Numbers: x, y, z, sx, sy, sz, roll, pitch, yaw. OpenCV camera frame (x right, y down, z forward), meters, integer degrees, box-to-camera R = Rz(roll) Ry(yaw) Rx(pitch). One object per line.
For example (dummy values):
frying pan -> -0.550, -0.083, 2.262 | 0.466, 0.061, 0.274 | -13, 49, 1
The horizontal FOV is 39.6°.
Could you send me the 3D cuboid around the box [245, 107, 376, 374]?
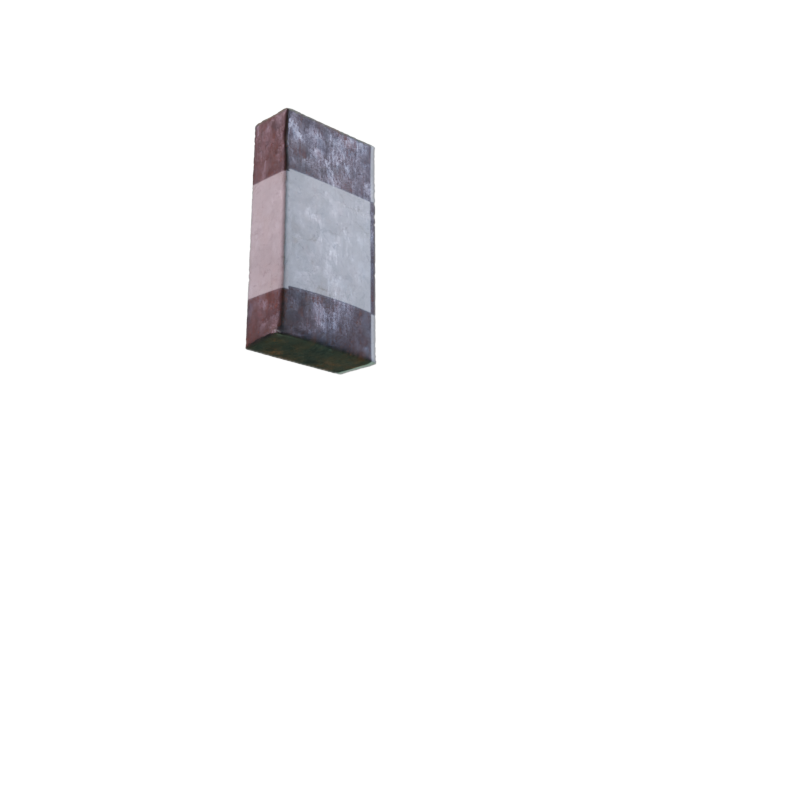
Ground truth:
box -> -0.063, -0.115, 0.809 | 0.088, 0.186, 0.048 | 19, -31, -39
